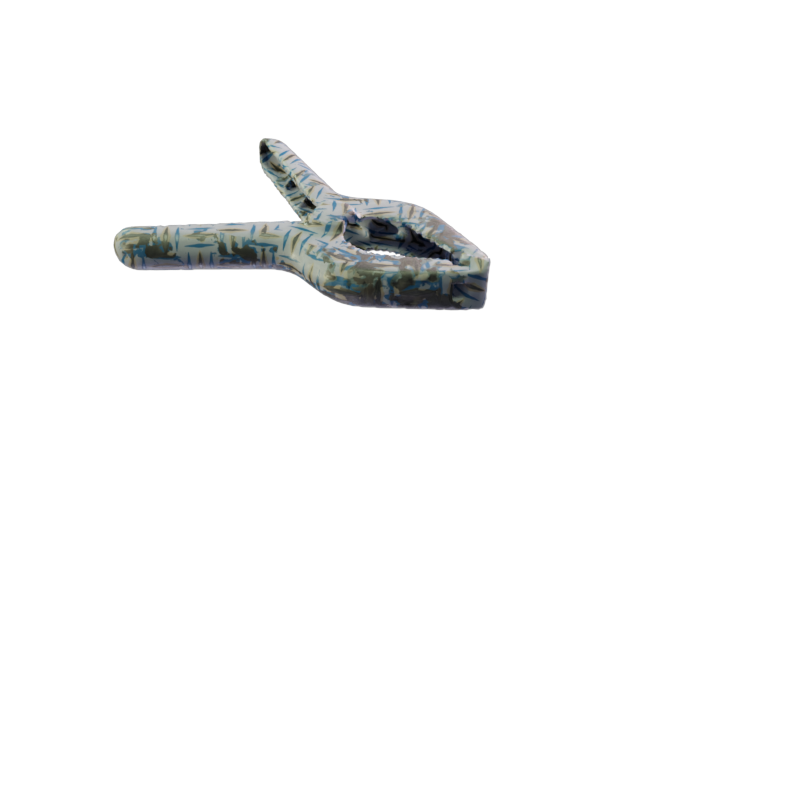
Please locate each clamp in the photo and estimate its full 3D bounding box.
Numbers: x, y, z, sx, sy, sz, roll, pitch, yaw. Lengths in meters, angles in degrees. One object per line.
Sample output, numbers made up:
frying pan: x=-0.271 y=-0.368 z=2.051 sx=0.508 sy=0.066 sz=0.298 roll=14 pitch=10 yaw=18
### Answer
clamp: x=-0.051 y=-0.093 z=0.653 sx=0.222 sy=0.034 sz=0.166 roll=24 pitch=43 yaw=29
